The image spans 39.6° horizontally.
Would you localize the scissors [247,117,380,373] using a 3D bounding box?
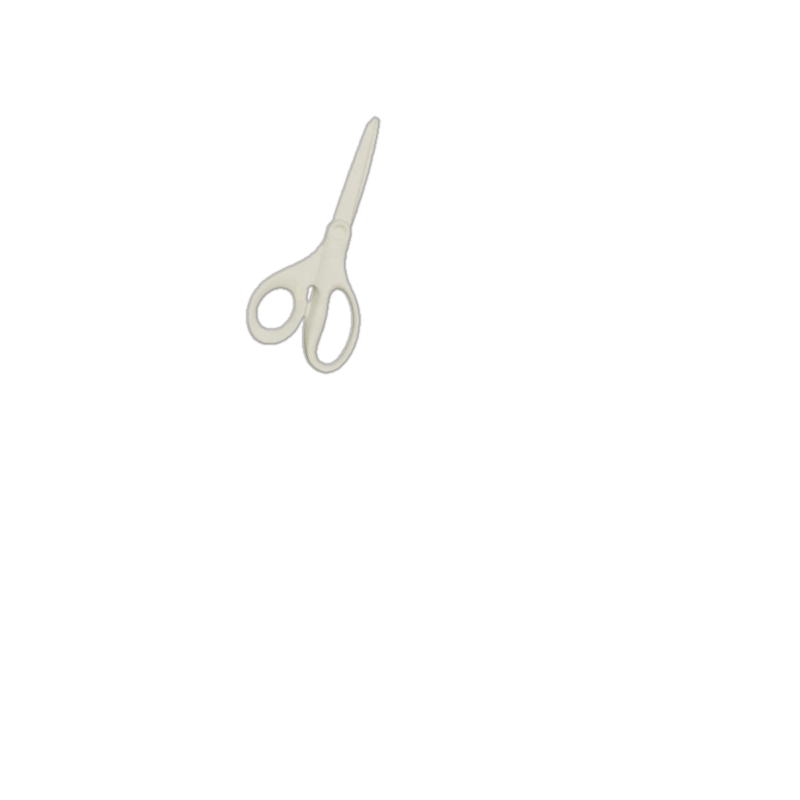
[{"bbox_3d":[-0.067,-0.123,0.862,0.096,0.206,0.015,2,-8,0],"label":"scissors"}]
